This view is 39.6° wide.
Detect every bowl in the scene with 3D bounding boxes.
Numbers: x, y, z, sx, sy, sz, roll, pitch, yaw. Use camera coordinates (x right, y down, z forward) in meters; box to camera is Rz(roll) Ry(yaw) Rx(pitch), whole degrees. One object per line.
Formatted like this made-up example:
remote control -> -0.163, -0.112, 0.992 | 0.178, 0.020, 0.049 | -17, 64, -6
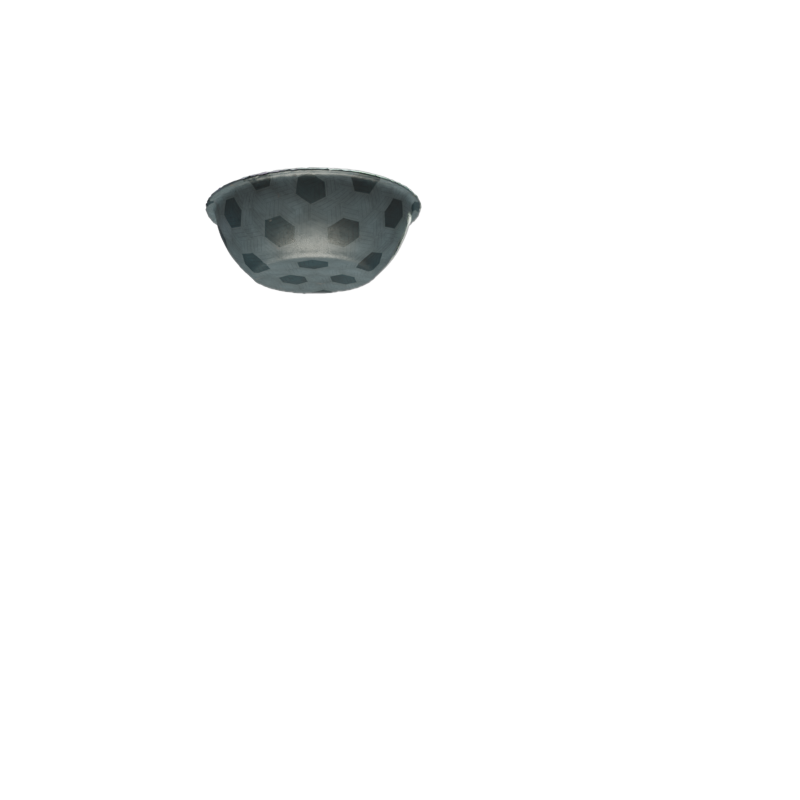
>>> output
bowl -> -0.065, -0.118, 0.824 | 0.162, 0.057, 0.156 | 0, -13, -2
